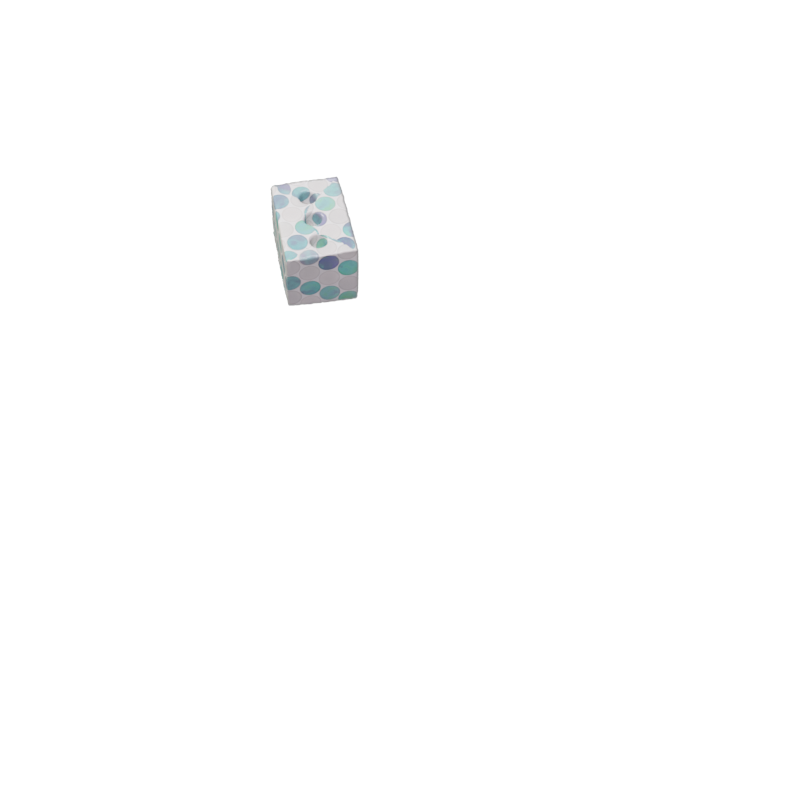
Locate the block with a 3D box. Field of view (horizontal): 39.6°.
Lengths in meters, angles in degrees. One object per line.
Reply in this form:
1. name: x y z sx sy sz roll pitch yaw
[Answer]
1. block: -0.064 -0.116 0.813 0.052 0.084 0.048 -9 -38 -9
